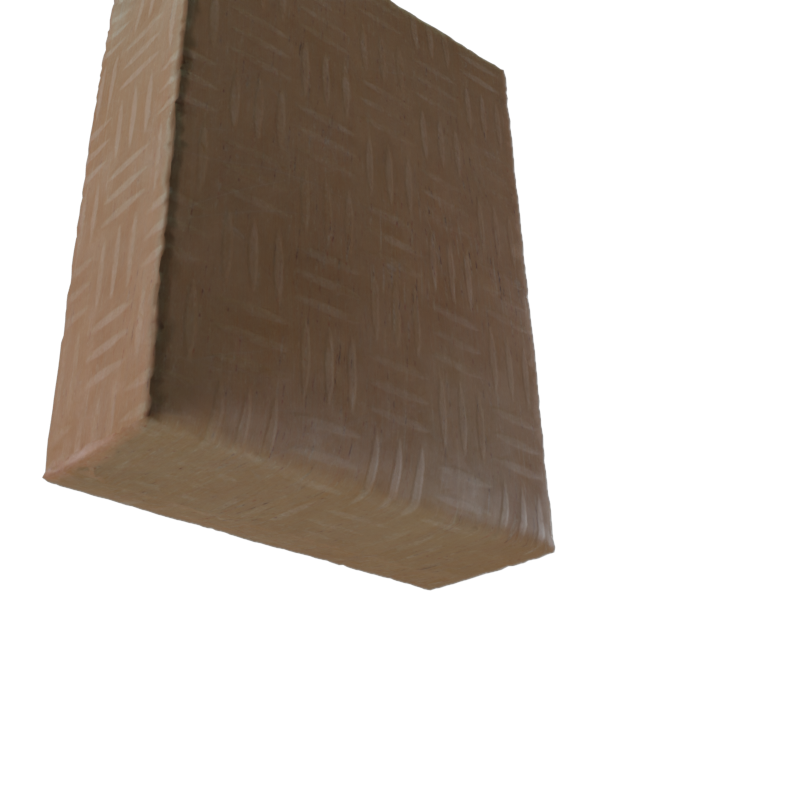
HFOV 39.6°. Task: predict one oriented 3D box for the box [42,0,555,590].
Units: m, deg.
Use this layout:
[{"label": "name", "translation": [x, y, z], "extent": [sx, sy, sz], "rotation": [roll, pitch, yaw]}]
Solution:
[{"label": "box", "translation": [-0.031, -0.057, 0.402], "extent": [0.155, 0.228, 0.071], "rotation": [22, -38, -35]}]
